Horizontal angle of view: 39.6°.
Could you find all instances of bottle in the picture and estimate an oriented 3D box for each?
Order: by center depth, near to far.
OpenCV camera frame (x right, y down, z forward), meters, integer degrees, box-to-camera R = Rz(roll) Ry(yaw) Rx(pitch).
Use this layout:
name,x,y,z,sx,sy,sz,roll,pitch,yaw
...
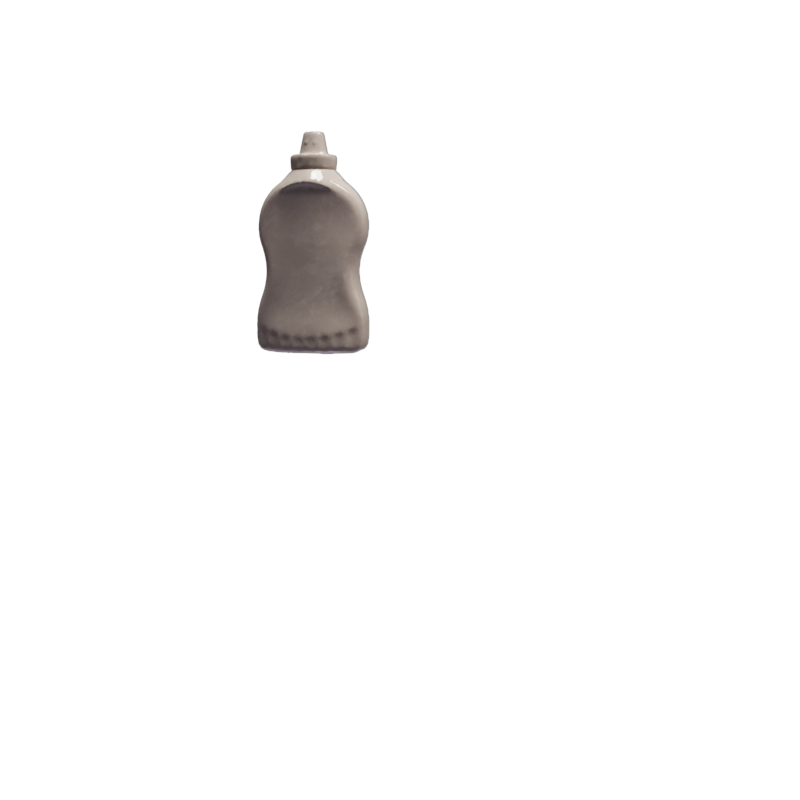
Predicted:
name,x,y,z,sx,sy,sz,roll,pitch,yaw
bottle,-0.076,-0.138,0.970,0.098,0.191,0.057,1,1,16
